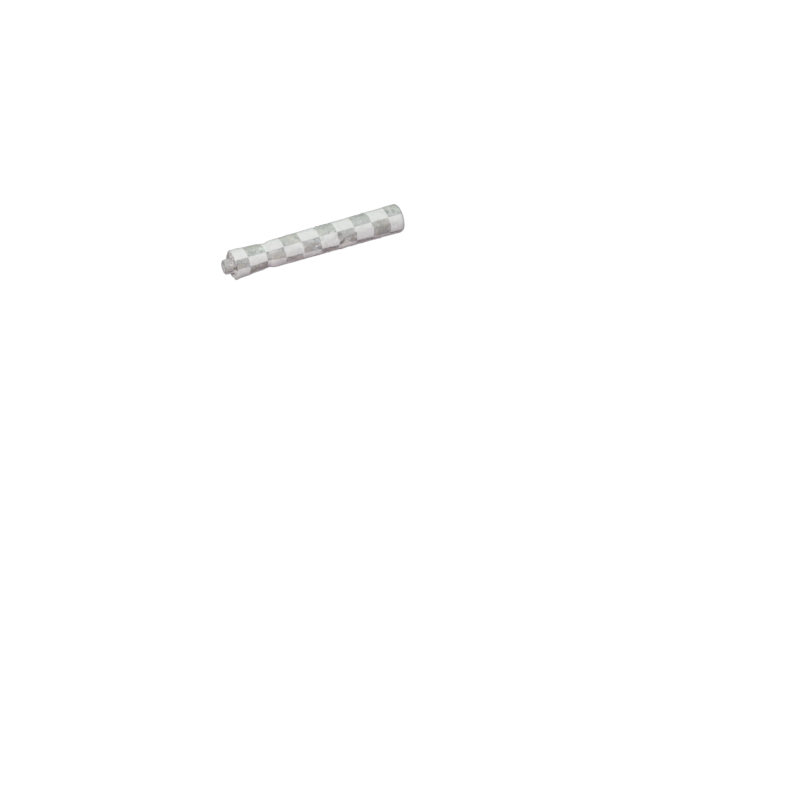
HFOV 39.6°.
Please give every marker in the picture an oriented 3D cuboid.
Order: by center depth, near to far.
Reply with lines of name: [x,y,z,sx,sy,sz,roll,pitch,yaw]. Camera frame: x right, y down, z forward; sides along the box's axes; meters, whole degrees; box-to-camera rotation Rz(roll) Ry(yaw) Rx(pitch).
marker: [-0.054,-0.099,0.692,0.120,0.019,0.020,-19,11,-20]
